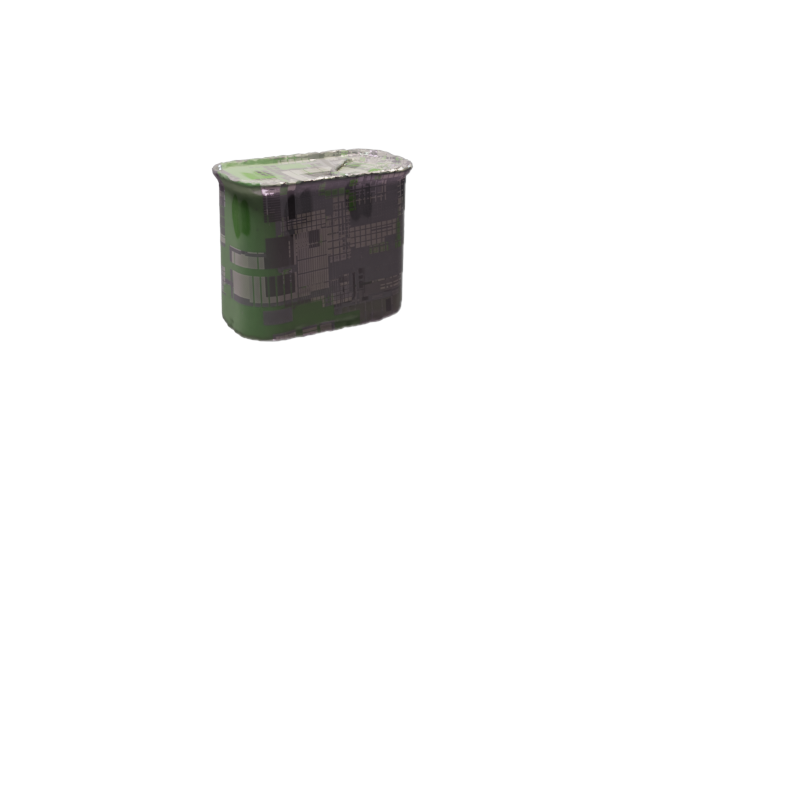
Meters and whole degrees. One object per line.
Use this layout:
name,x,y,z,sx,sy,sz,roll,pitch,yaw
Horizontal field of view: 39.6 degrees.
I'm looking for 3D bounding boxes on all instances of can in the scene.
can,-0.046,-0.083,0.582,0.100,0.080,0.061,-11,23,-28
